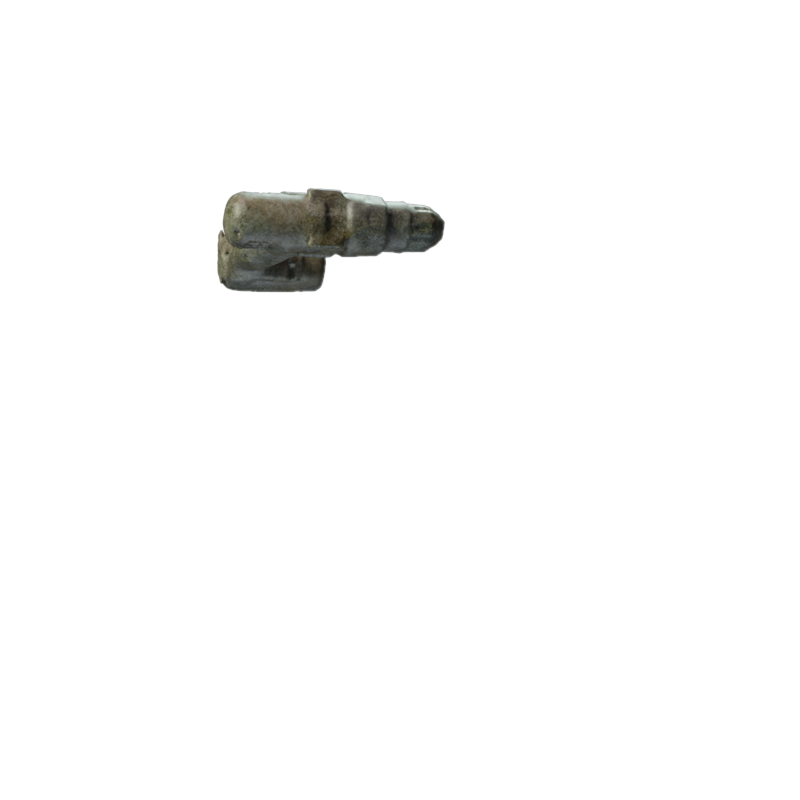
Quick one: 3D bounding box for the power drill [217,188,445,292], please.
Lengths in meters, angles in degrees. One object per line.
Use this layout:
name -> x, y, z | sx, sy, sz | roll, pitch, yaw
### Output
power drill -> -0.075, -0.137, 0.963 | 0.180, 0.059, 0.187 | 2, -8, -18
